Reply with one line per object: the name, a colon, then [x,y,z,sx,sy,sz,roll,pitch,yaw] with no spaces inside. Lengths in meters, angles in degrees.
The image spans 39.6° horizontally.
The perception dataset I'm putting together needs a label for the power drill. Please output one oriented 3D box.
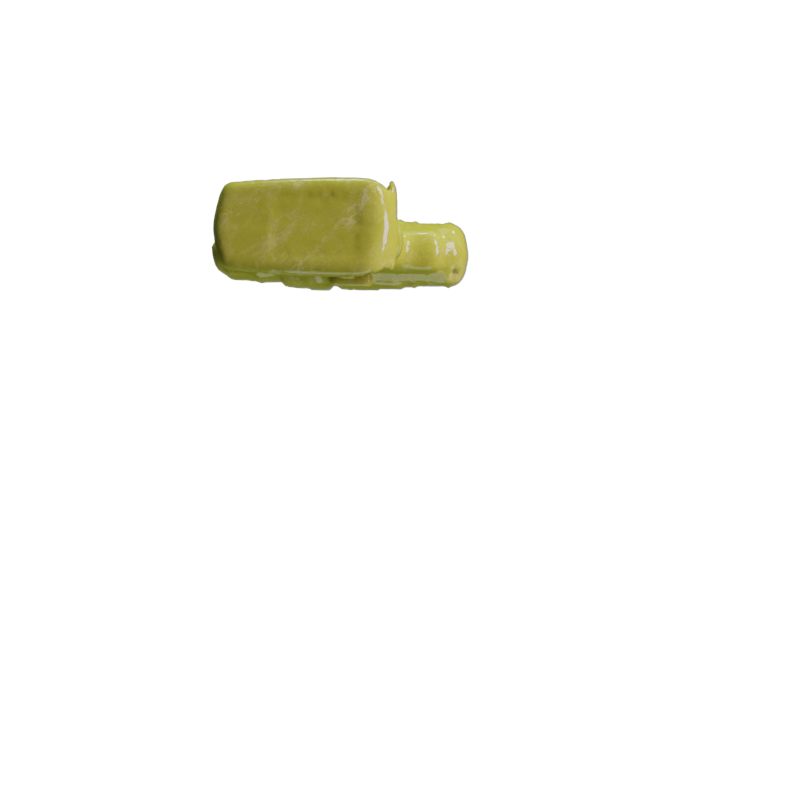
power drill: [-0.056,-0.103,0.721,0.187,0.058,0.184,0,2,12]
